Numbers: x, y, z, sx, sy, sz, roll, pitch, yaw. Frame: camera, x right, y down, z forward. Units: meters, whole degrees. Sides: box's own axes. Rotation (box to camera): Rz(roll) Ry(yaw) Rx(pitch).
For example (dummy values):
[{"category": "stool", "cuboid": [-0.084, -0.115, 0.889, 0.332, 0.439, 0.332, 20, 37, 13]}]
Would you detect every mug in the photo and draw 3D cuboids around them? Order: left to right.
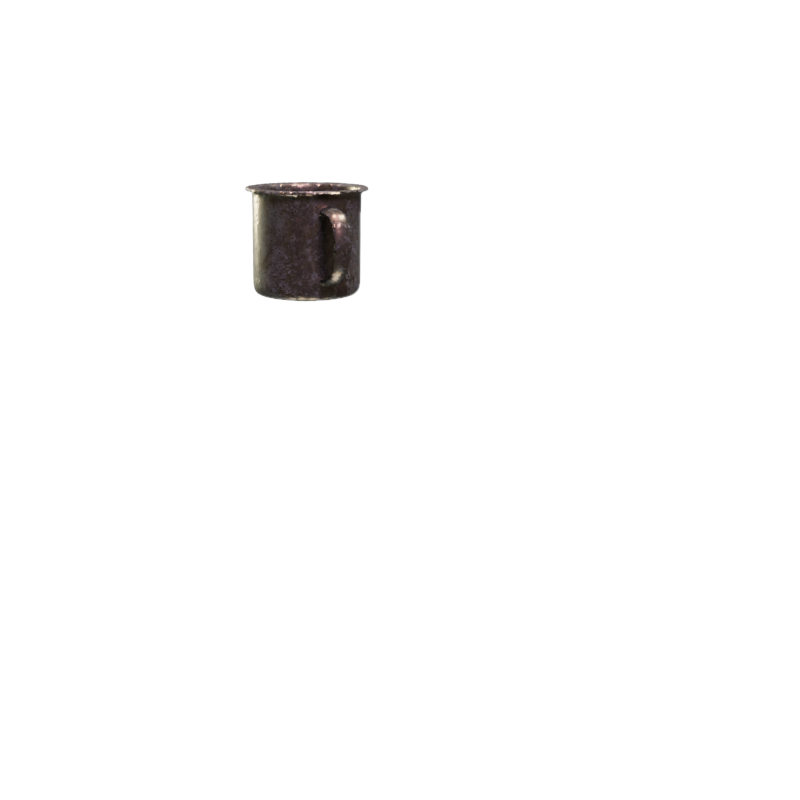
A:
[{"category": "mug", "cuboid": [-0.065, -0.118, 0.829, 0.091, 0.080, 0.123, -6, 14, -27]}]
